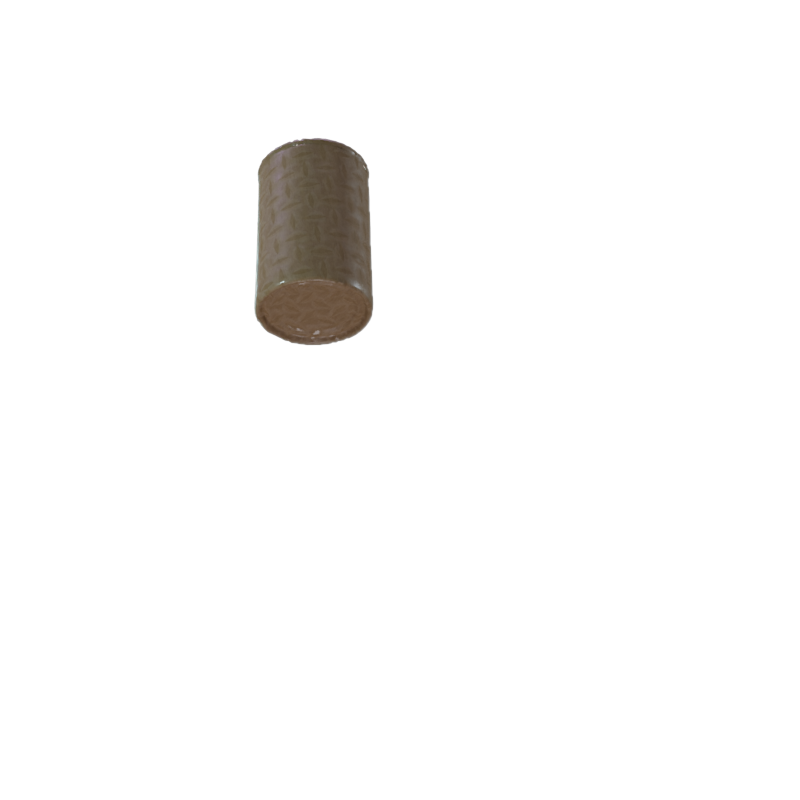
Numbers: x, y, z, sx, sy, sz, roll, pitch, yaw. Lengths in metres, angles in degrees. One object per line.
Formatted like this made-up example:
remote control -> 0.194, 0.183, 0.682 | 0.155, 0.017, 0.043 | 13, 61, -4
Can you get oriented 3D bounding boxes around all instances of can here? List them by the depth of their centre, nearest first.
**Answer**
can -> -0.050, -0.092, 0.644 | 0.068, 0.109, 0.064 | -1, -34, -2
